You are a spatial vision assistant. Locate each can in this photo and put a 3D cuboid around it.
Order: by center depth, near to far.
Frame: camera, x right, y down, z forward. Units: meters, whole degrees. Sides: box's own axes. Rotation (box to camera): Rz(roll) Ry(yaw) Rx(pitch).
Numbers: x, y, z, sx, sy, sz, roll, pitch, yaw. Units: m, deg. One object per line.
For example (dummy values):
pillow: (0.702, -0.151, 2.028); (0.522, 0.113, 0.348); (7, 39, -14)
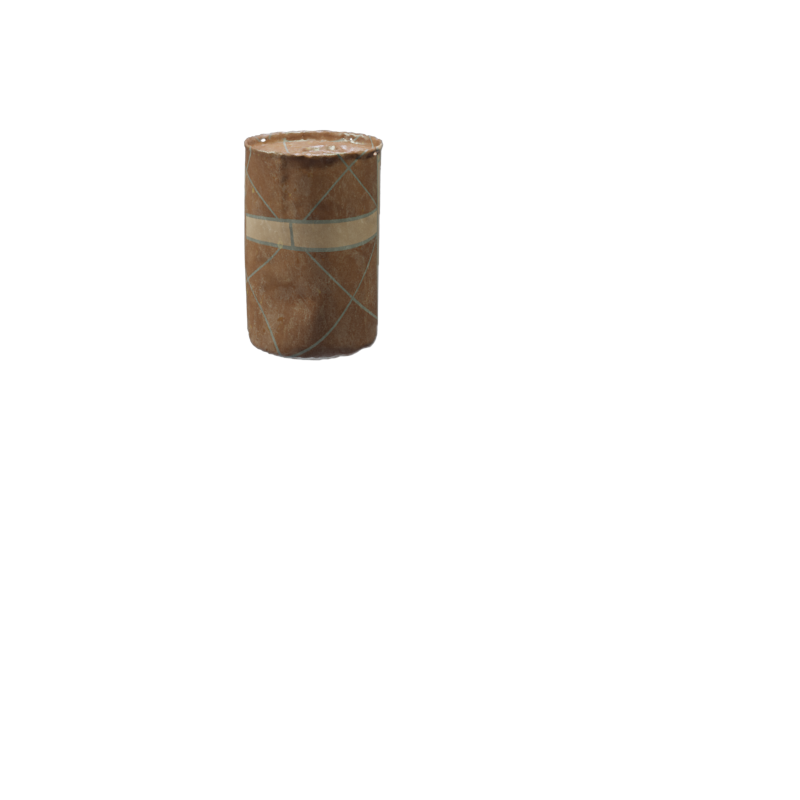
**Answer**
can: (-0.043, -0.079, 0.552); (0.068, 0.098, 0.071); (0, 17, -2)
